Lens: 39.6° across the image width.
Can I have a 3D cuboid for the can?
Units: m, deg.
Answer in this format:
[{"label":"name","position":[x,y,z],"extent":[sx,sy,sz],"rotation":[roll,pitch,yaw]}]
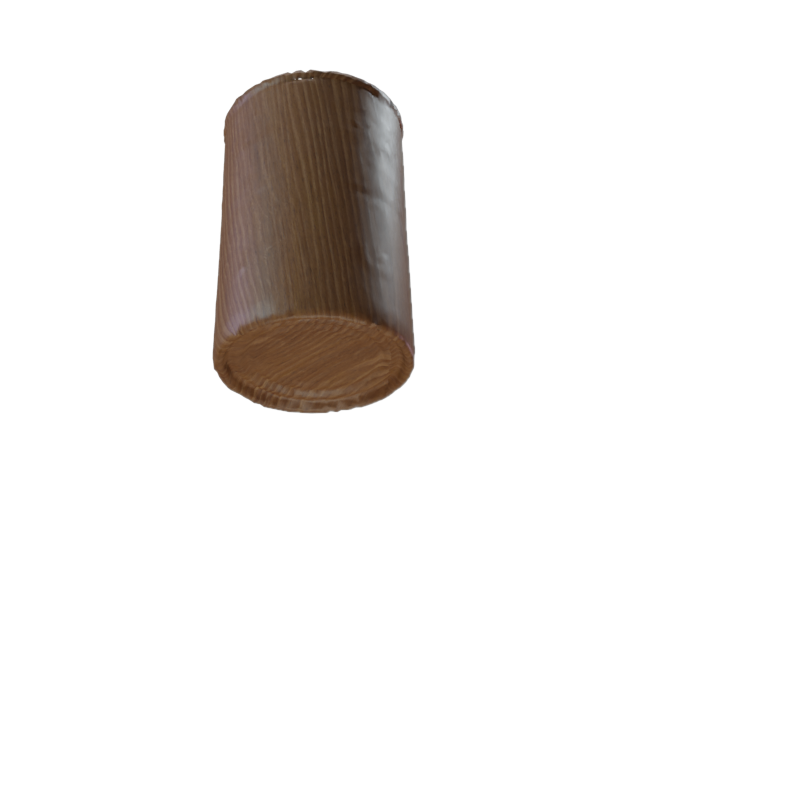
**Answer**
[{"label":"can","position":[-0.030,-0.056,0.389],"extent":[0.068,0.109,0.064],"rotation":[-1,-32,-2]}]
